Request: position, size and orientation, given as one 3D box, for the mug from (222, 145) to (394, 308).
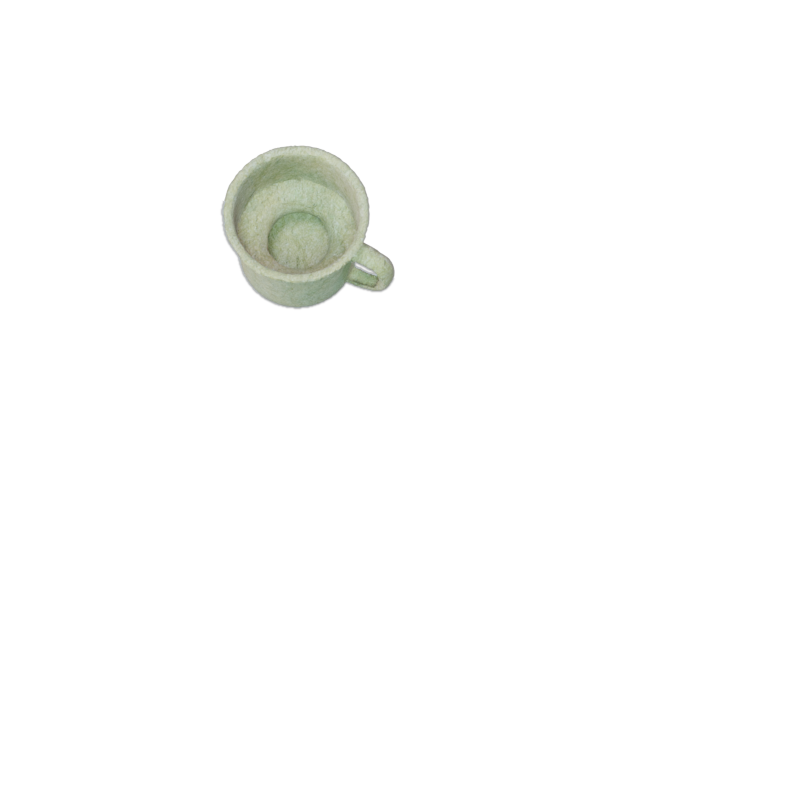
[{"bbox_3d":[-0.057,-0.105,0.734,0.119,0.096,0.078,25,-16,6],"label":"mug"}]
